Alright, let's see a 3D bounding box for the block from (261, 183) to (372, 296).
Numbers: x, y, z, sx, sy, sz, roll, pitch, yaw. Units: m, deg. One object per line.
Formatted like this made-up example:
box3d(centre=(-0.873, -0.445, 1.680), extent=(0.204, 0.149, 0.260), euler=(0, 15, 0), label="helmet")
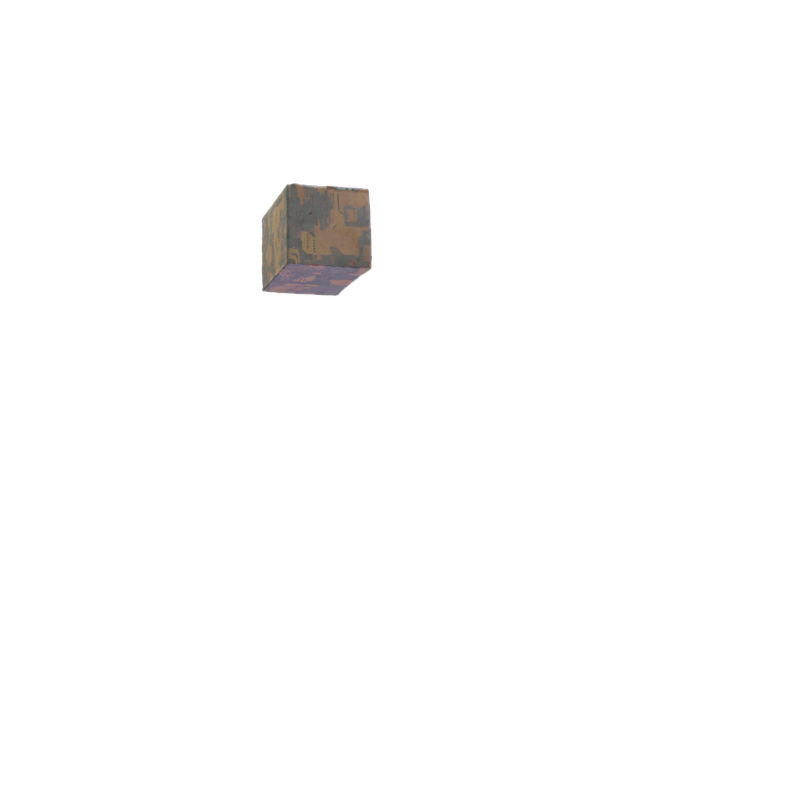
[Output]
box3d(centre=(-0.054, -0.098, 0.688), extent=(0.051, 0.053, 0.078), euler=(3, -10, -18), label="block")
